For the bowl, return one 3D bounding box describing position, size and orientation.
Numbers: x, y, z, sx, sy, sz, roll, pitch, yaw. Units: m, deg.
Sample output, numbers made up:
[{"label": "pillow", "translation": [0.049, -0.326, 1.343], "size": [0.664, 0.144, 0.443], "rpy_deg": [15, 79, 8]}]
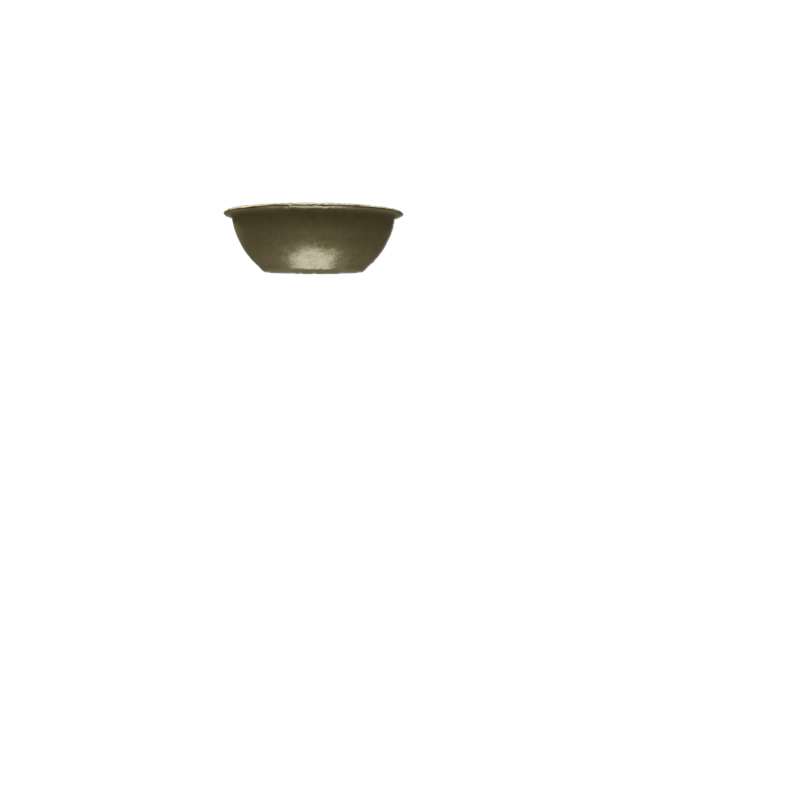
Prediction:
[{"label": "bowl", "translation": [-0.078, -0.142, 0.997], "size": [0.162, 0.055, 0.162], "rpy_deg": [0, 3, -2]}]
